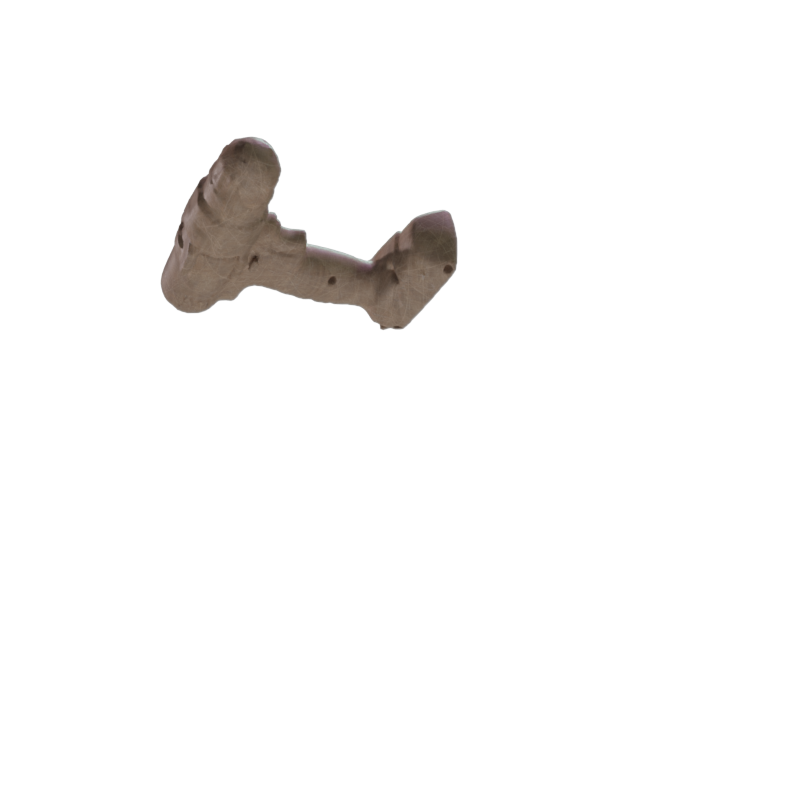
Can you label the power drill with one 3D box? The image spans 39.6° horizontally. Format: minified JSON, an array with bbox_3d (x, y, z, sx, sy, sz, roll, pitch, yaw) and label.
[{"bbox_3d":[-0.060,-0.109,0.765,0.182,0.061,0.179,9,-26,-19],"label":"power drill"}]
